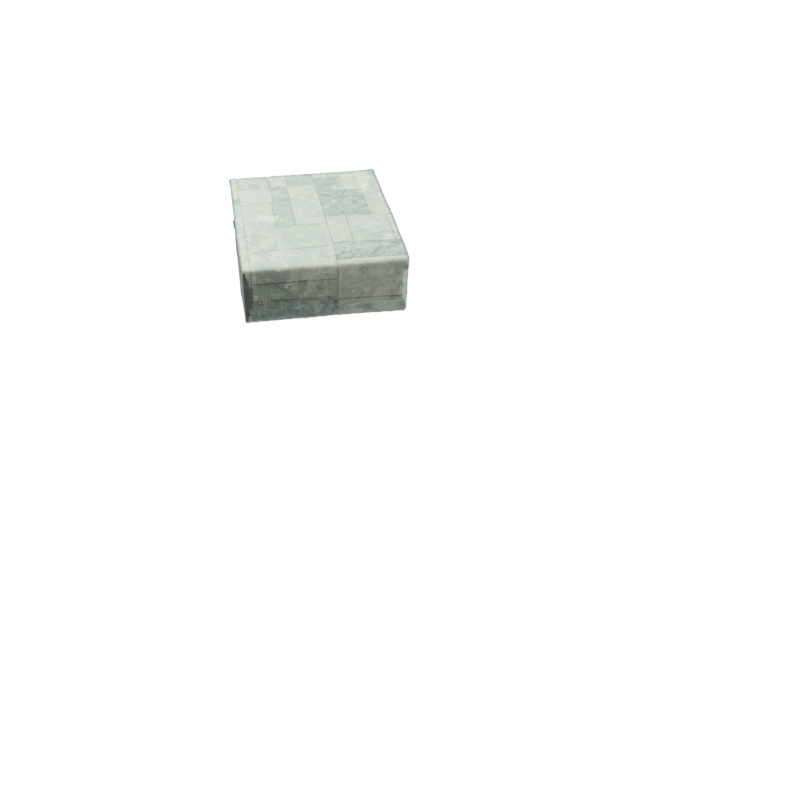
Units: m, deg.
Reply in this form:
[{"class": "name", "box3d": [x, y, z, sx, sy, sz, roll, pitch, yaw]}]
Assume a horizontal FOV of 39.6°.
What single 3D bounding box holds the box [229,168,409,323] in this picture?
[{"class": "box", "box3d": [-0.050, -0.091, 0.635, 0.089, 0.037, 0.122, -5, 34, -8]}]
